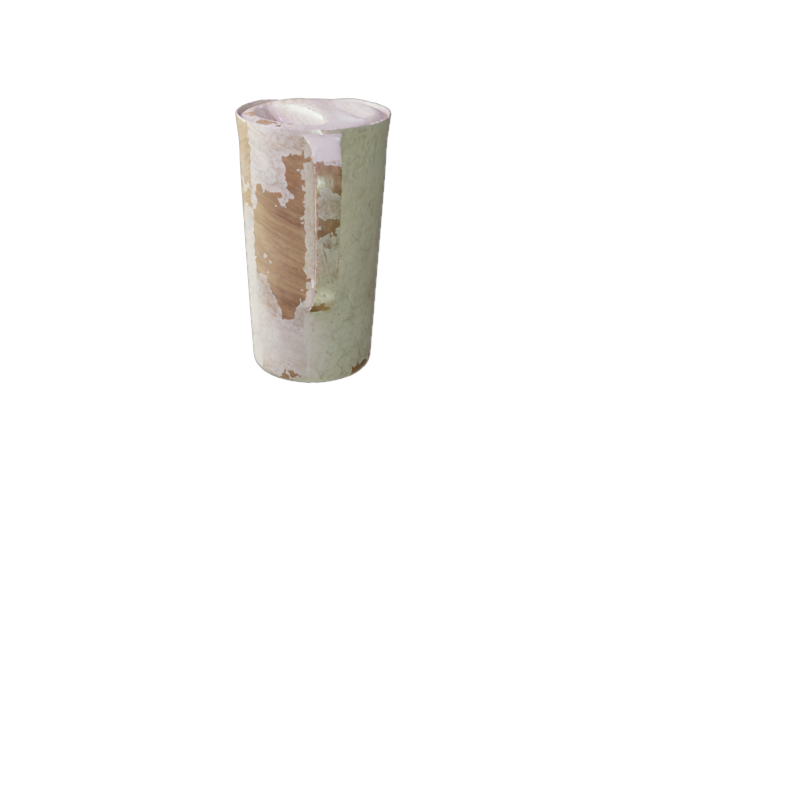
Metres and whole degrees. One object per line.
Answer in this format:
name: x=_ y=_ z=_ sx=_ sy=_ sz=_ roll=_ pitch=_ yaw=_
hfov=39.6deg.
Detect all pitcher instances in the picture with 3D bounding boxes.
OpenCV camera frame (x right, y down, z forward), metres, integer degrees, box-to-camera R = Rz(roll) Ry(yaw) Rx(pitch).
pitcher: x=-0.076 y=-0.139 z=0.973 sx=0.152 sy=0.232 sz=0.148 roll=15 pitch=25 yaw=32
